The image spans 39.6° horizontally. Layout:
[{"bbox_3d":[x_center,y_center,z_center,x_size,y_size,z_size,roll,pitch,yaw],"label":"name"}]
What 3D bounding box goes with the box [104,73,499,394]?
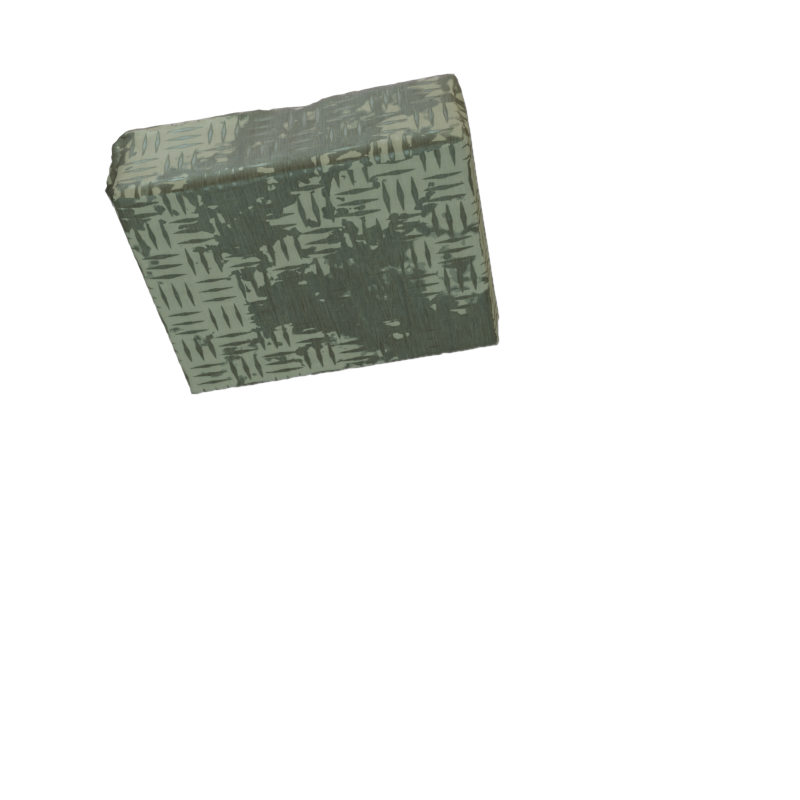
[{"bbox_3d":[-0.023,-0.041,0.290,0.090,0.032,0.067,-8,-45,8],"label":"box"}]
